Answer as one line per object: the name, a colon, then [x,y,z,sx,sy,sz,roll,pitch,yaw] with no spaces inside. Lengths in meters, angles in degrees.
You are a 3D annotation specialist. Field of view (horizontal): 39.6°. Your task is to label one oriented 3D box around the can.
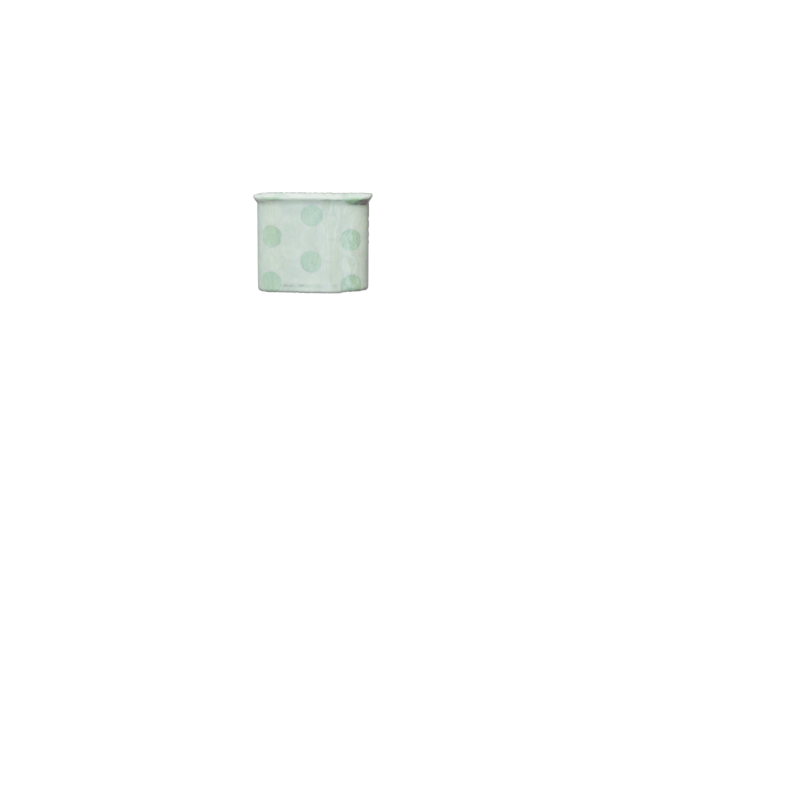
can: [-0.076,-0.138,0.969,0.103,0.082,0.058,2,9,7]
